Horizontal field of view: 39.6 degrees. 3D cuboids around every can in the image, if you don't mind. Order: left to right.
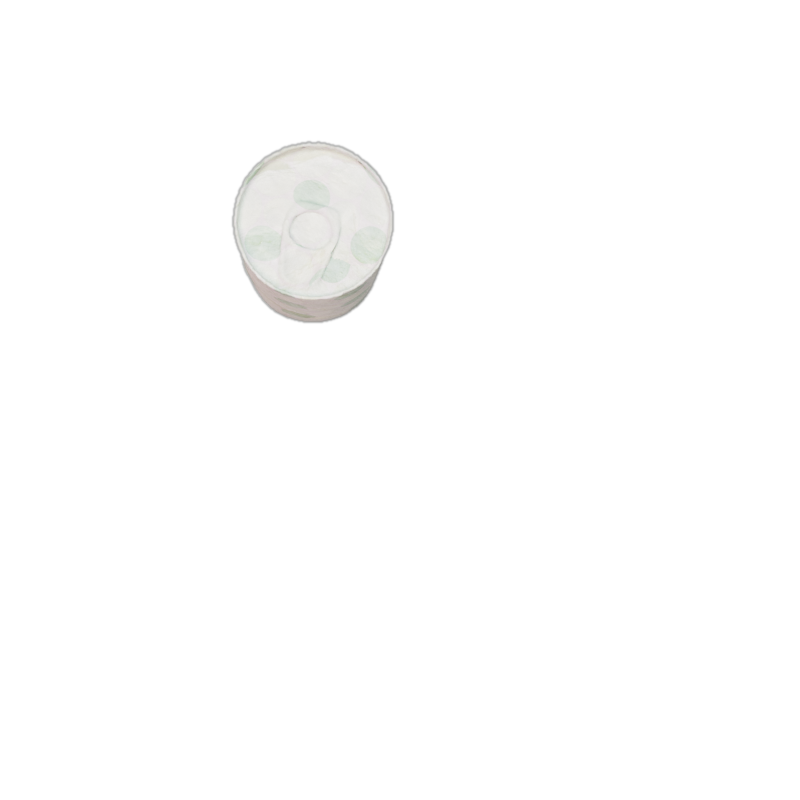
[{"bbox_3d":[-0.041,-0.074,0.518,0.068,0.070,0.101,0,-5,-3],"label":"can"}]
